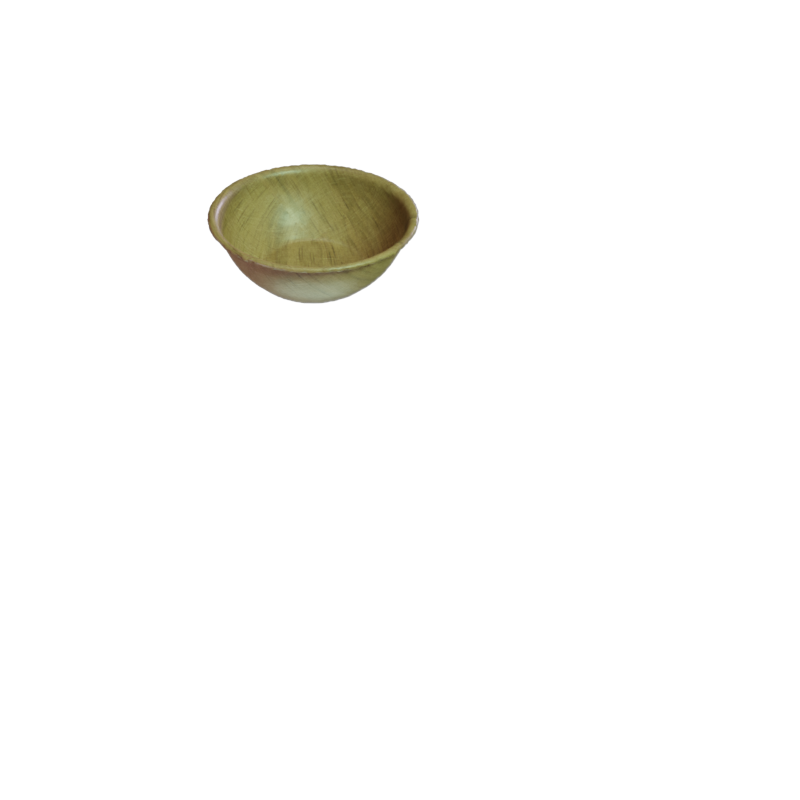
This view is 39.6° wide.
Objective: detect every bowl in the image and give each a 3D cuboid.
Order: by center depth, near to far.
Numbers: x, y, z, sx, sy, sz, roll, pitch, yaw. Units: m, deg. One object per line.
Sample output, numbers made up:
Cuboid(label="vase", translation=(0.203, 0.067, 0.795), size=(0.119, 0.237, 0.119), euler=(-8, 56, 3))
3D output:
Cuboid(label="bowl", translation=(-0.067, -0.123, 0.861), size=(0.162, 0.051, 0.173), euler=(-1, 37, -2))
